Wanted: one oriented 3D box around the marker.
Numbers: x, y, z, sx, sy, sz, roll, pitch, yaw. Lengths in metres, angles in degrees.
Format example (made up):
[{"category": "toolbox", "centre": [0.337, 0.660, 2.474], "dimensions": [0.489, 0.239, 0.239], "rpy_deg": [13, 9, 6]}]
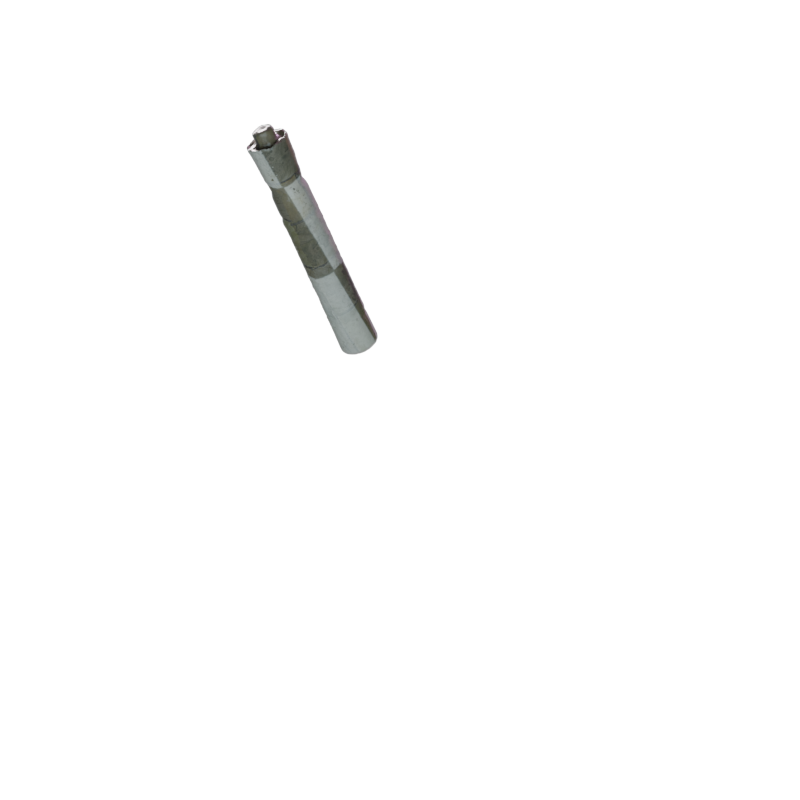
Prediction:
[{"category": "marker", "centre": [-0.039, -0.072, 0.504], "dimensions": [0.020, 0.113, 0.021], "rpy_deg": [-19, 31, 10]}]
